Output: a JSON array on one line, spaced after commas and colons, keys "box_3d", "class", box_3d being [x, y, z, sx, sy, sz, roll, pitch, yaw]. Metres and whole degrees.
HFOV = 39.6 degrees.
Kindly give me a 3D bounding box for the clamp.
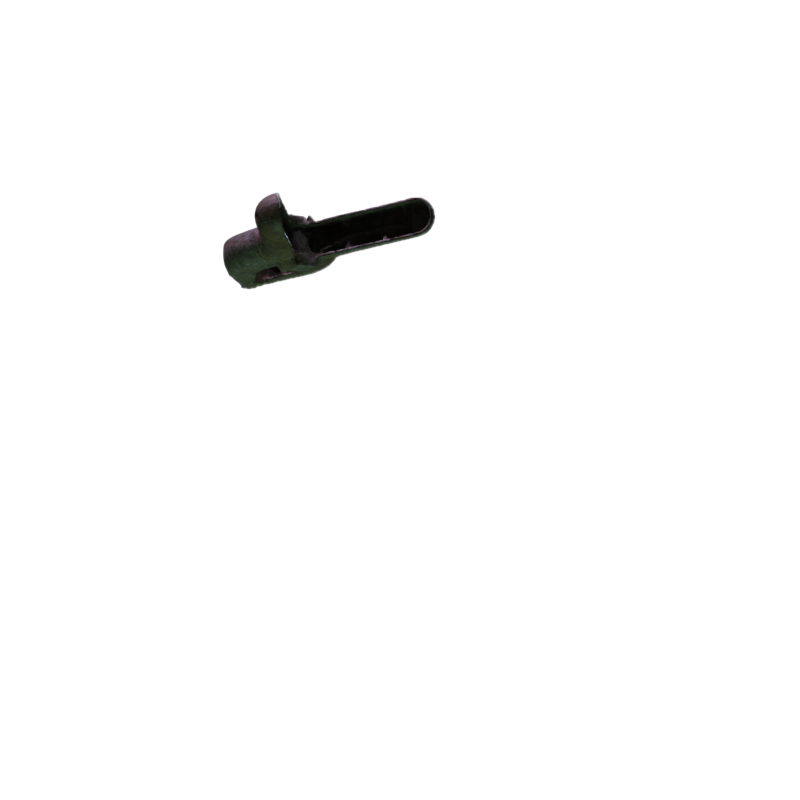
[{"box_3d": [-0.058, -0.105, 0.735, 0.117, 0.040, 0.173, 2, -5, -22], "class": "clamp"}]
